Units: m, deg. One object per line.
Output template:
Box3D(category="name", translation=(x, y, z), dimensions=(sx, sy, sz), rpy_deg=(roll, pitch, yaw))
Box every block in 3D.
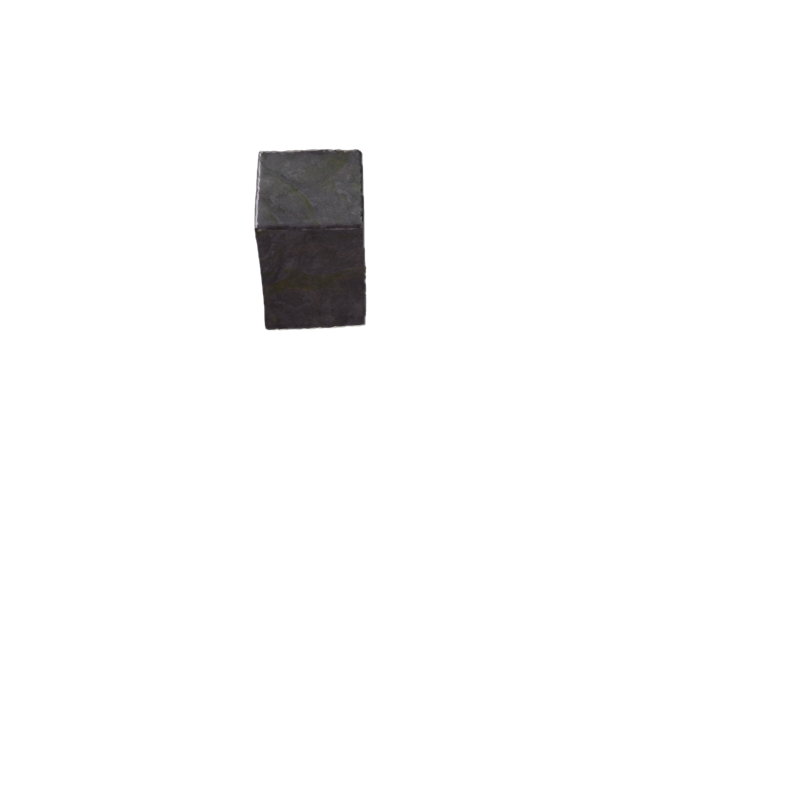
Box3D(category="block", translation=(-0.043, -0.078, 0.548), dimensions=(0.053, 0.055, 0.073), rpy_deg=(-1, -38, -1))
